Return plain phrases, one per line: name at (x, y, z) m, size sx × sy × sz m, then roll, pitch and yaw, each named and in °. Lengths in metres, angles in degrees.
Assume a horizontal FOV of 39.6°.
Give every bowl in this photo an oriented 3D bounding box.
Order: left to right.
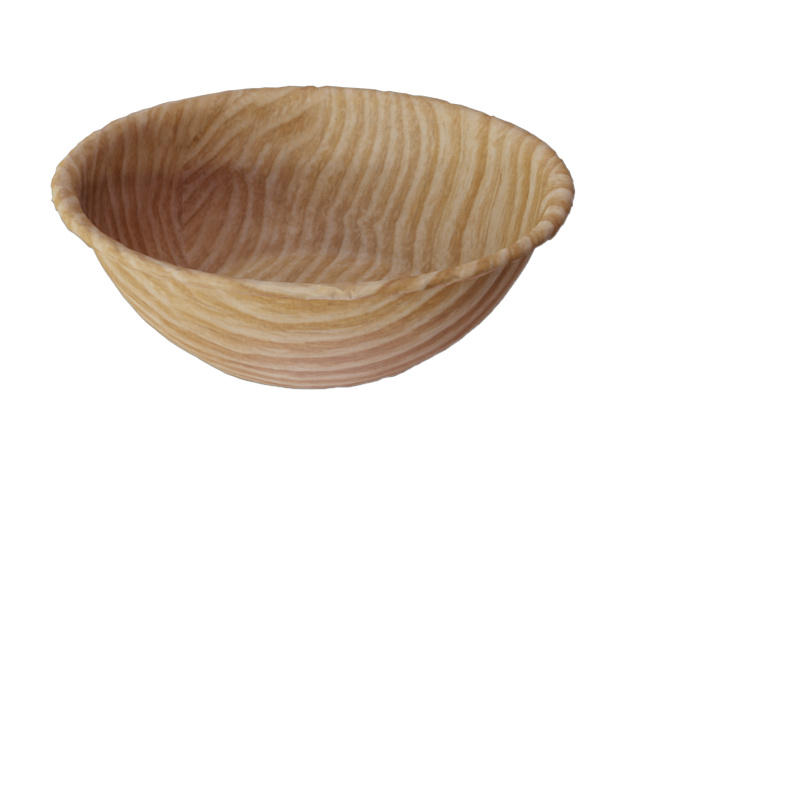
bowl at (-0.028, -0.051, 0.359) m, size 0.162 × 0.052 × 0.172 m, roll -1°, pitch 32°, yaw -2°
